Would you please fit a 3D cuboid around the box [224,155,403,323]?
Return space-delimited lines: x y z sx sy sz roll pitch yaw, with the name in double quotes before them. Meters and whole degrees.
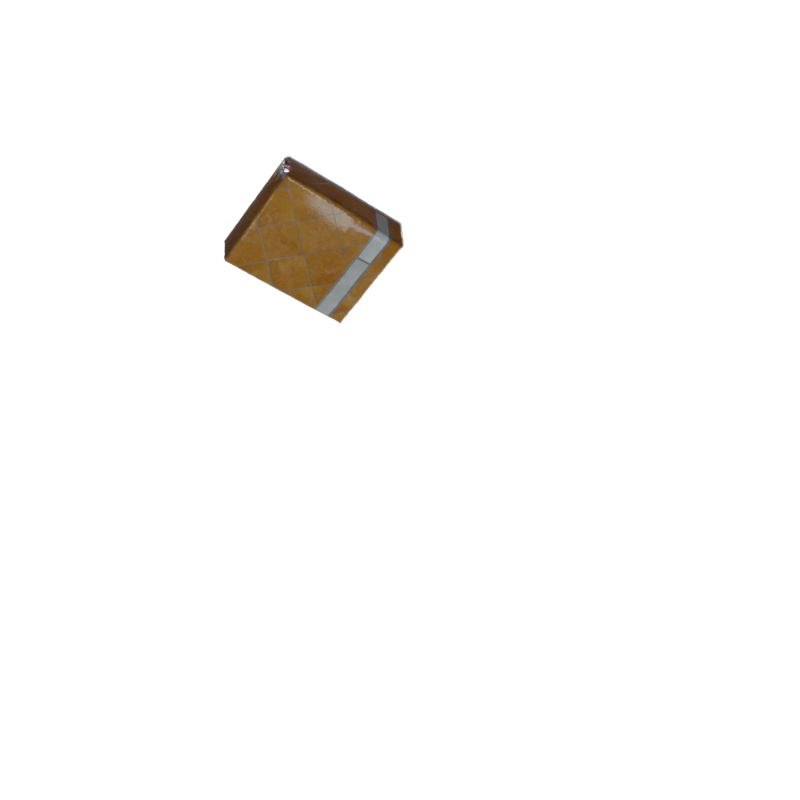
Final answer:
"box" -0.067 -0.123 0.860 0.109 0.088 0.041 31 27 -18
